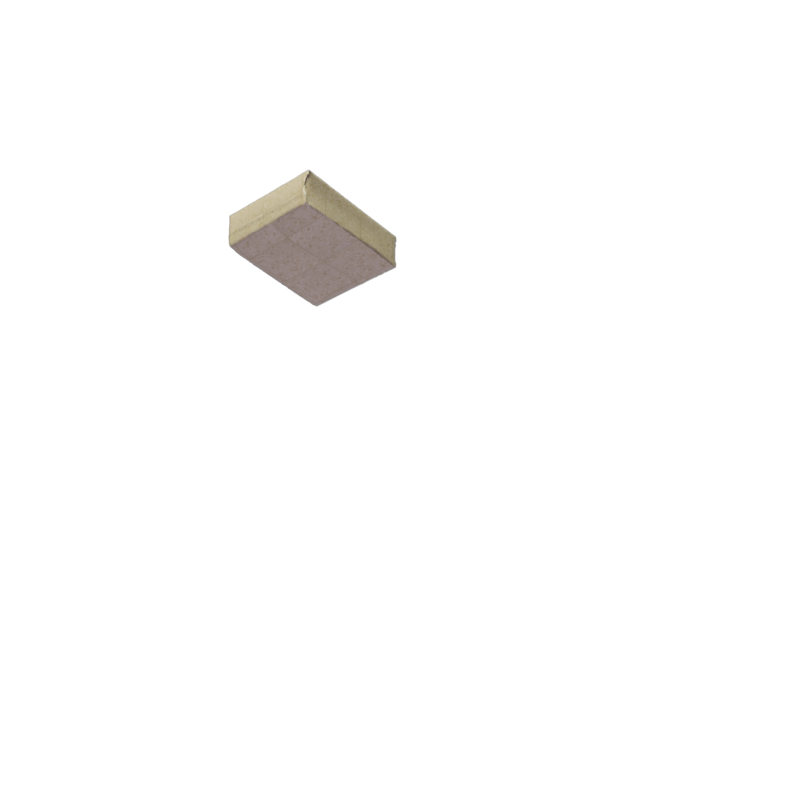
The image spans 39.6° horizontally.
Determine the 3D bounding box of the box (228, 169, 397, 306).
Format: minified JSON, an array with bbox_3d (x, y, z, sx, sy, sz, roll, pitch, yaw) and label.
[{"bbox_3d":[-0.071,-0.129,0.907,0.090,0.042,0.106,-25,-40,33],"label":"box"}]
